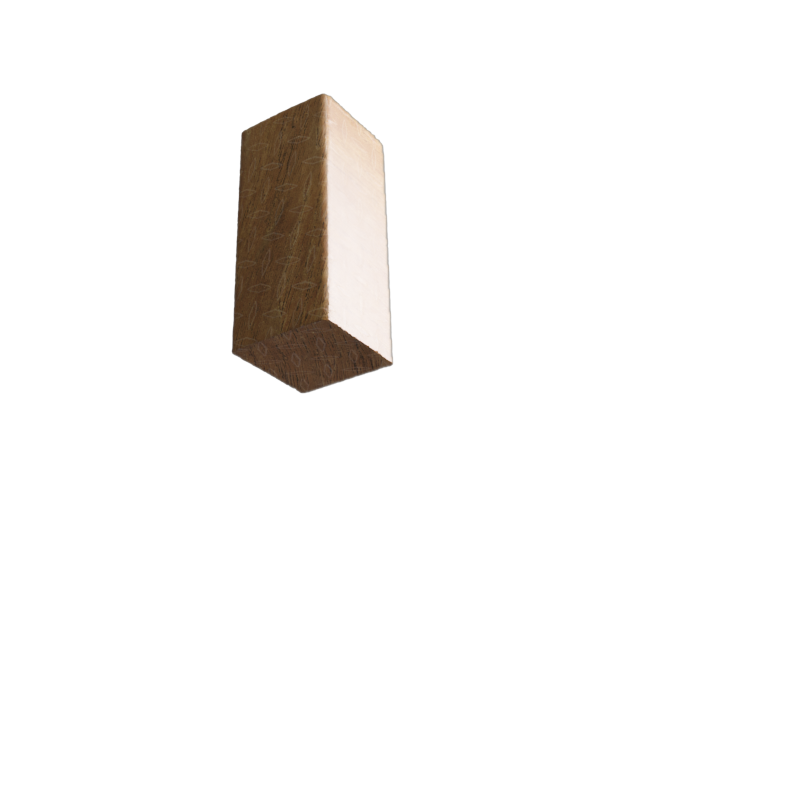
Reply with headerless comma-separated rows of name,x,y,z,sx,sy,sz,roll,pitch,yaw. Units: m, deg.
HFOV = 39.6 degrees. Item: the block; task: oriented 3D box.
block,-0.068,-0.125,0.876,0.091,0.220,0.084,-20,-35,28
